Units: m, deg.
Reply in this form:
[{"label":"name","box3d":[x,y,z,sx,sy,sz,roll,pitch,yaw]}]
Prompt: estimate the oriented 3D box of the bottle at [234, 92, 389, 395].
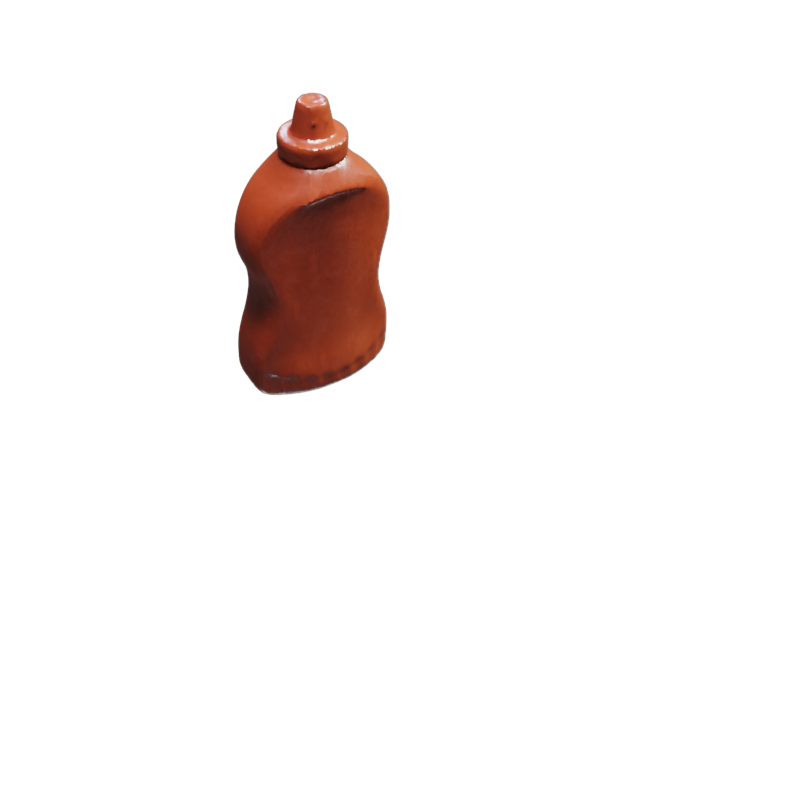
[{"label":"bottle","box3d":[-0.052,-0.095,0.667,0.095,0.179,0.063,-19,43,-24]}]
